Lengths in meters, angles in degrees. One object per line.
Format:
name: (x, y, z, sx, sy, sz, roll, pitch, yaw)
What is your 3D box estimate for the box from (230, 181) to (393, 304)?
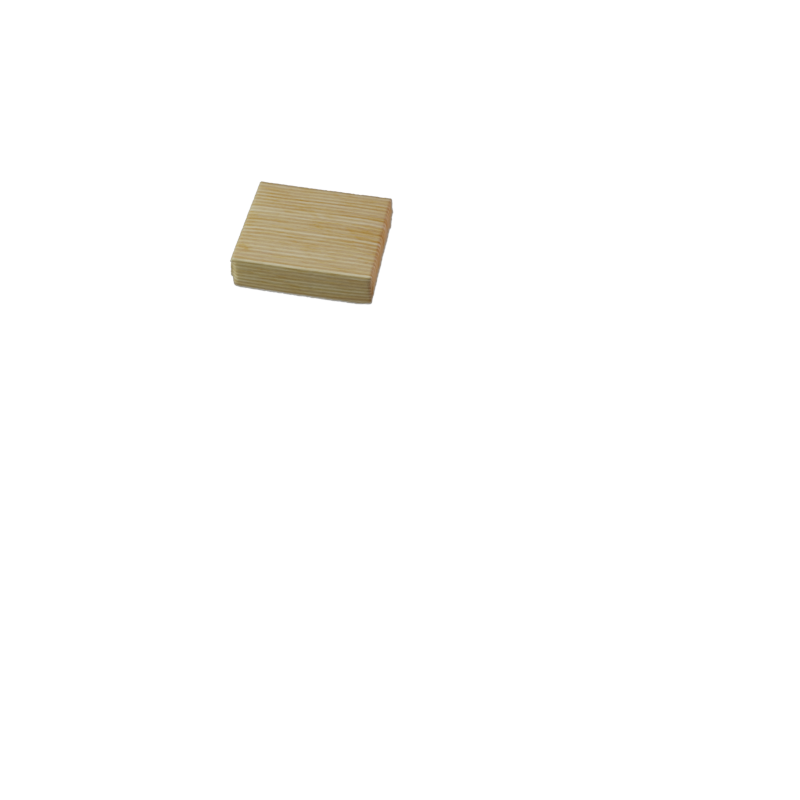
box: (-0.069, -0.125, 0.876, 0.115, 0.095, 0.036, 9, -39, 7)
